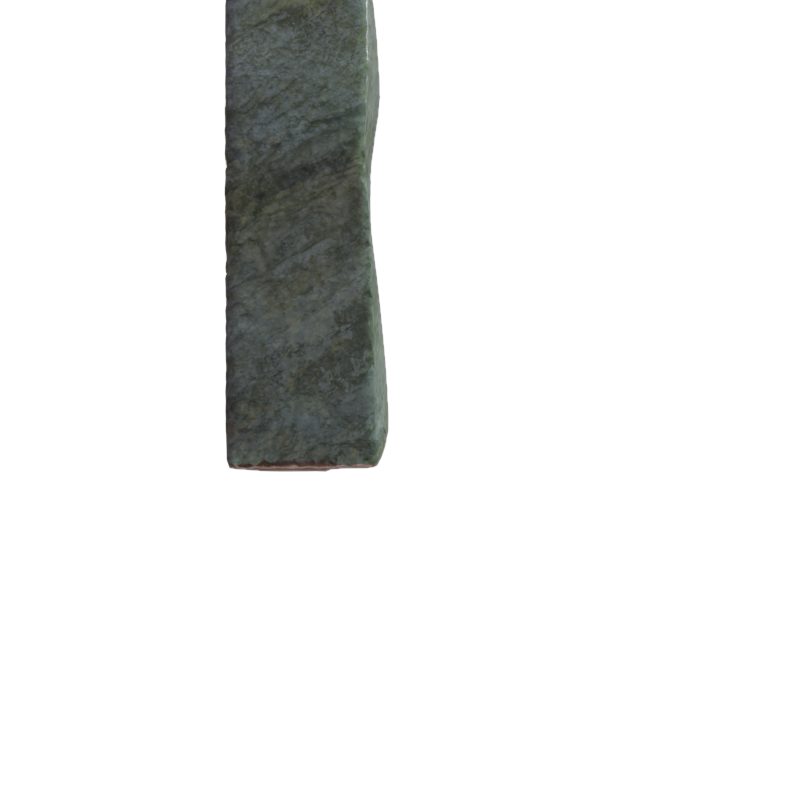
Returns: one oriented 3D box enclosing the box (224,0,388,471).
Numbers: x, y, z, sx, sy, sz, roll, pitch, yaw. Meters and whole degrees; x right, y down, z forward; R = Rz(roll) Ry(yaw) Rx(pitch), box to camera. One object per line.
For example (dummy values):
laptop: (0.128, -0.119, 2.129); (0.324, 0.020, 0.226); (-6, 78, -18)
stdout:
box: (-0.043, -0.078, 0.544); (0.072, 0.218, 0.161); (-1, -6, -1)
